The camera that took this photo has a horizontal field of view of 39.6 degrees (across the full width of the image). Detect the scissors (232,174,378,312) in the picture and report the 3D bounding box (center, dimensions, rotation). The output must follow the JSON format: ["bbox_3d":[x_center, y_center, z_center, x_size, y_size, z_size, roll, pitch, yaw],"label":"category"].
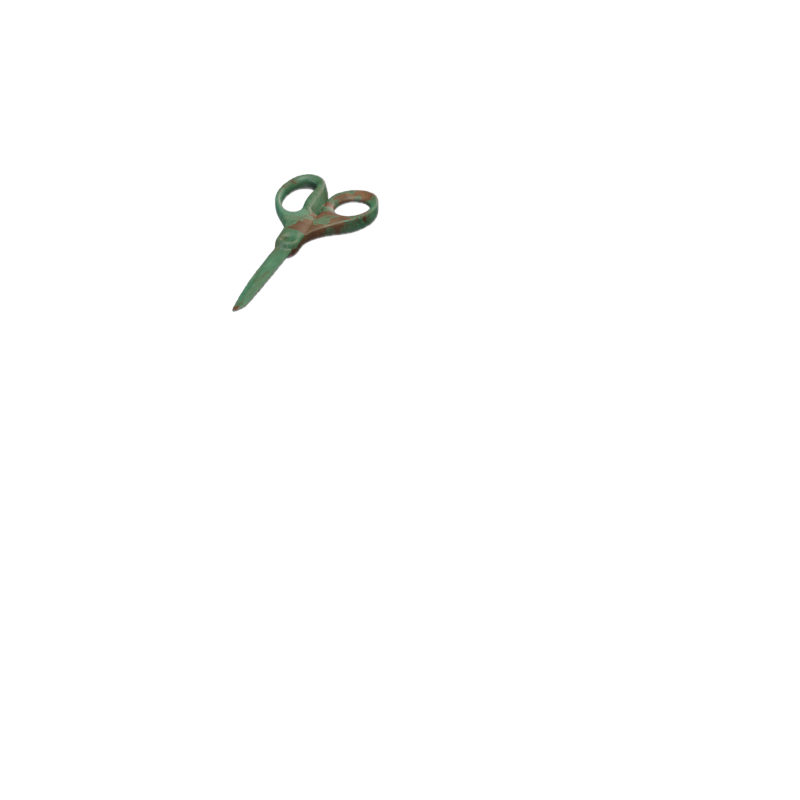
[{"bbox_3d":[-0.069,-0.125,0.877,0.097,0.015,0.214,2,37,2],"label":"scissors"}]
